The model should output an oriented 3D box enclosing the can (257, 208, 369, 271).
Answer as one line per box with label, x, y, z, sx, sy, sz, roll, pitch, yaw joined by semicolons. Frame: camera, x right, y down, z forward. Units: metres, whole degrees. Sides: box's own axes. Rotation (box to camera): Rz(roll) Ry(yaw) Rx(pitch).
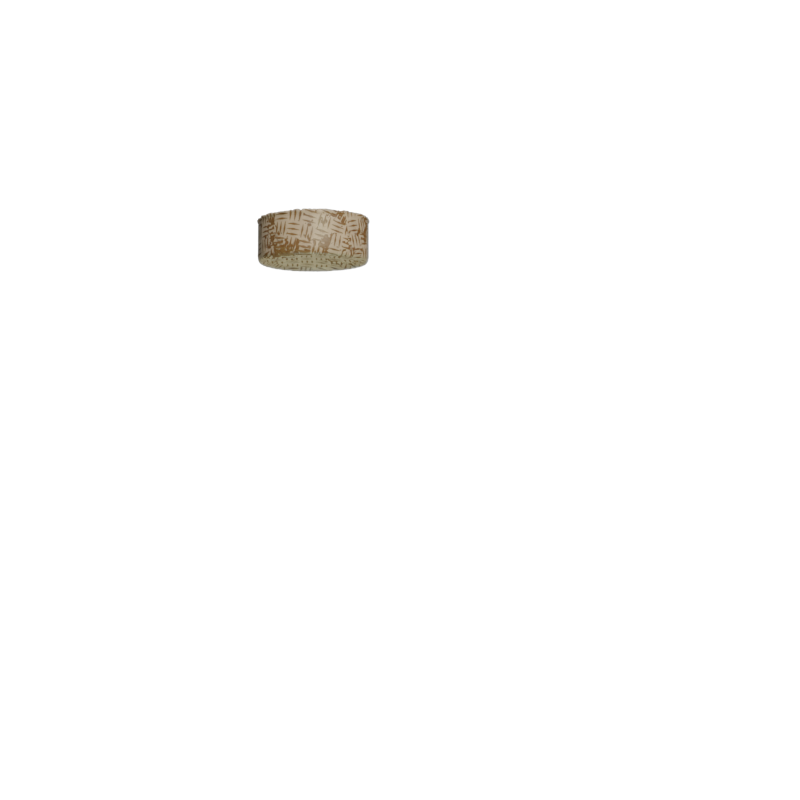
can;-0.066;-0.120;0.843;0.086;0.034;0.085;0;-4;-2
